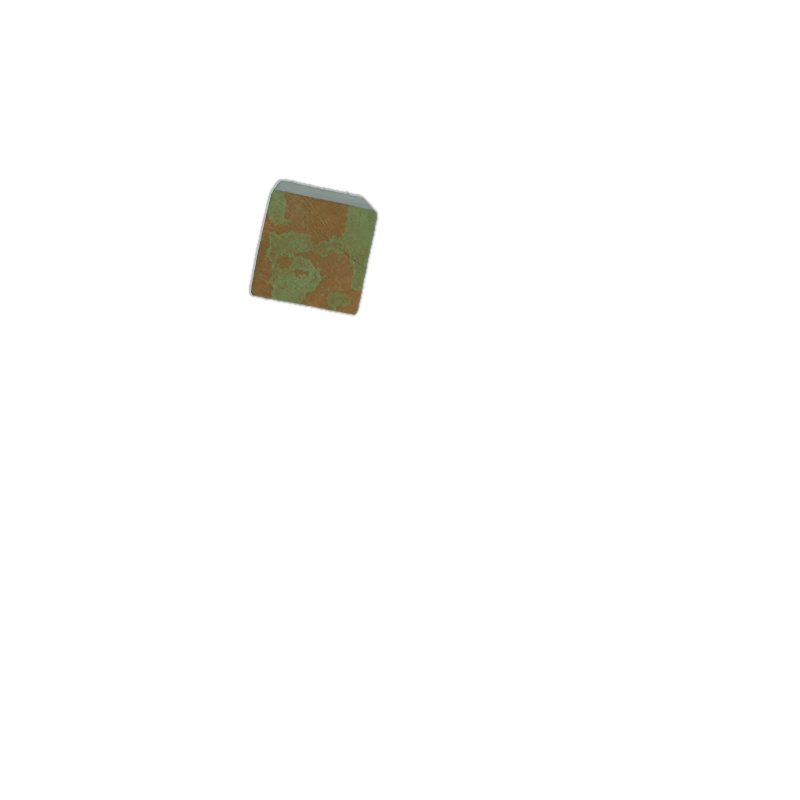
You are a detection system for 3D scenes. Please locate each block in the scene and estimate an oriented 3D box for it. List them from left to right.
[{"bbox_3d":[-0.078,-0.142,0.992,0.090,0.089,0.211,11,11,-6],"label":"block"}]
